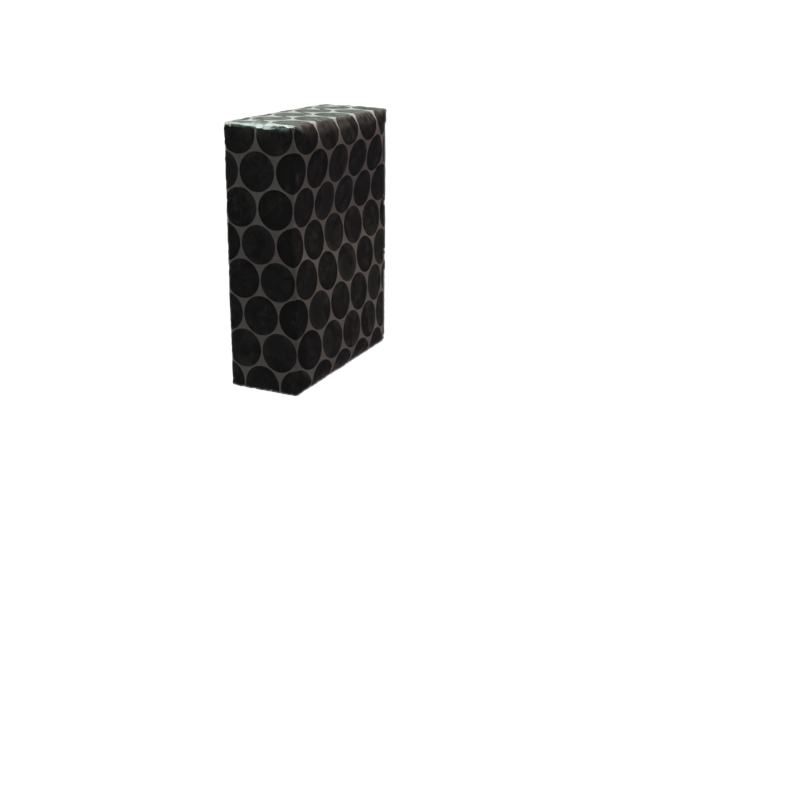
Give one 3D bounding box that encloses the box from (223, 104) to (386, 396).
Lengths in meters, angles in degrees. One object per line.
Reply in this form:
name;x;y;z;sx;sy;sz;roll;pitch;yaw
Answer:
box;-0.072;-0.132;0.922;0.075;0.207;0.164;8;17;25
